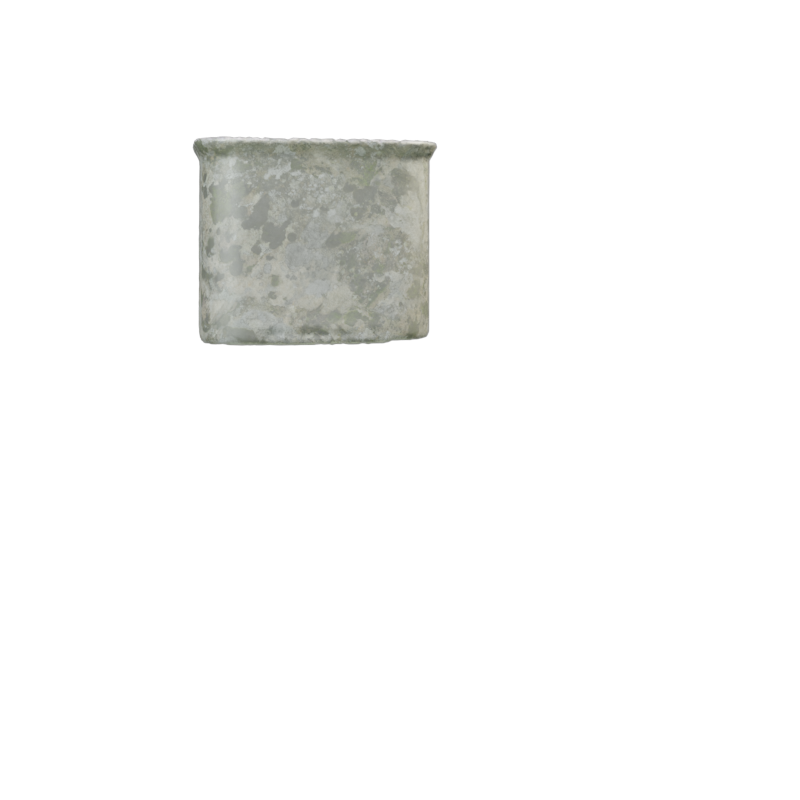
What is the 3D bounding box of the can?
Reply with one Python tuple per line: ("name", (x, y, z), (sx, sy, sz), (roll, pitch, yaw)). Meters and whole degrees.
("can", (-0.037, -0.067, 0.471), (0.101, 0.084, 0.058), (-1, 2, -9))
